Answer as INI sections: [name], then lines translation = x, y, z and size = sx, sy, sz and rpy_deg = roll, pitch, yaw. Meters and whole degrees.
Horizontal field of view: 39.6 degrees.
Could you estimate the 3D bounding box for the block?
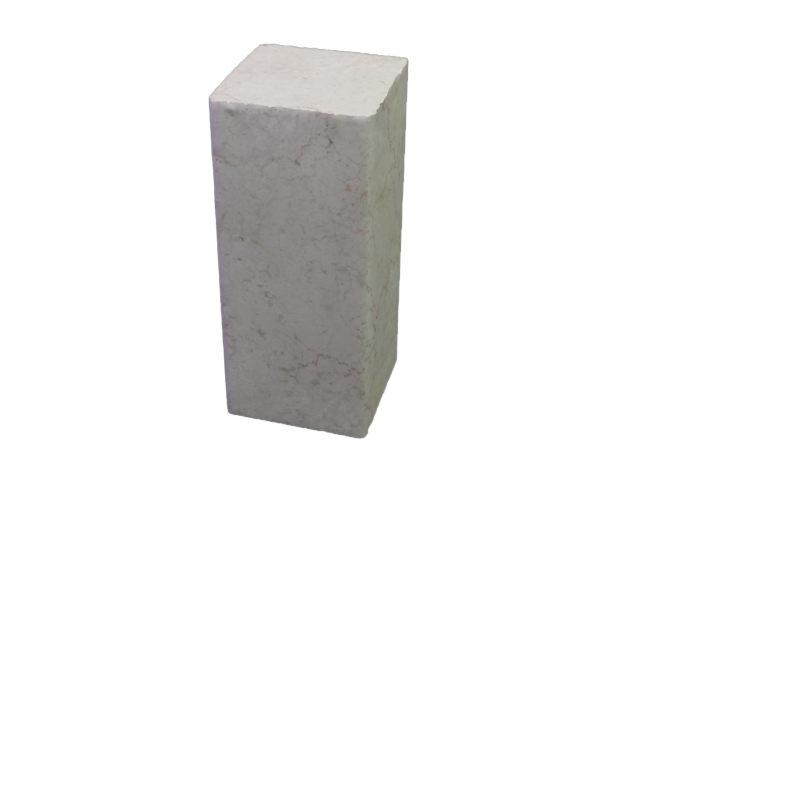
[block]
translation = -0.051, -0.092, 0.646
size = 0.093, 0.193, 0.094
rpy_deg = 10, 34, 11
